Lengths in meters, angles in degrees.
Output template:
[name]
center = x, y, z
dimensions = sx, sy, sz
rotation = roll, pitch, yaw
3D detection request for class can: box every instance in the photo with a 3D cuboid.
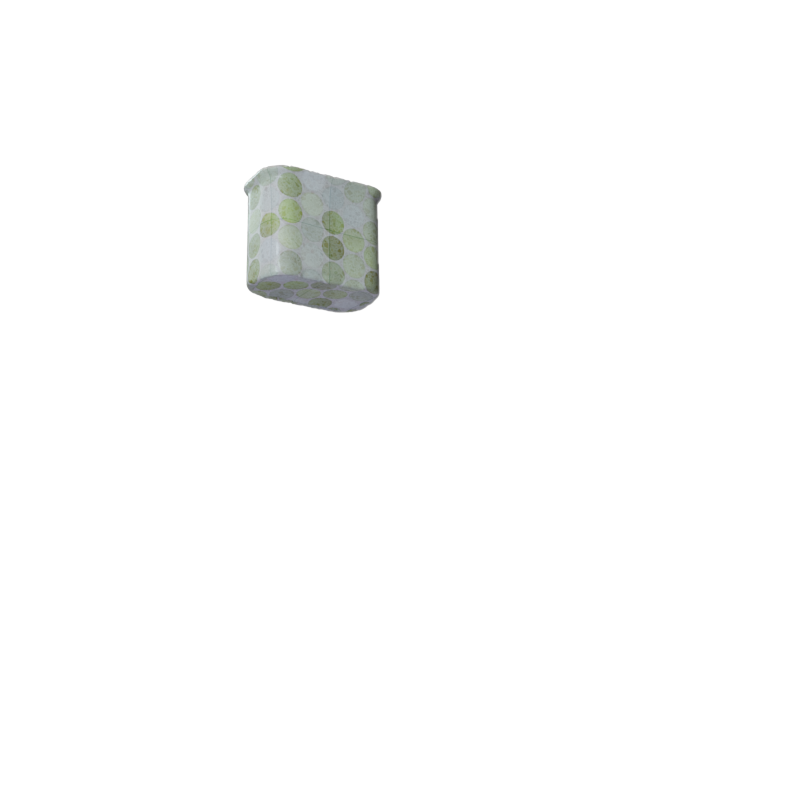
[can]
center = -0.064, -0.116, 0.813
dimensions = 0.097, 0.088, 0.057
rotation = 10, -23, -29
